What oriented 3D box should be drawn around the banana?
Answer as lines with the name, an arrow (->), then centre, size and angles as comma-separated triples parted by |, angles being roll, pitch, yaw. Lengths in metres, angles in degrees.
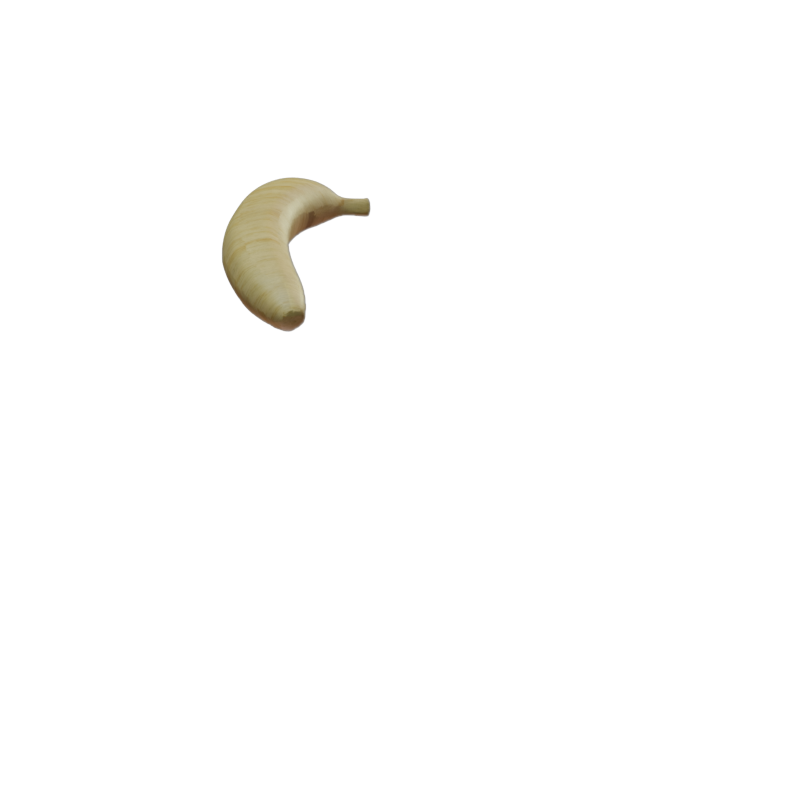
banana -> -0.067, -0.094, 0.639 | 0.071, 0.035, 0.205 | 5, 28, 8
